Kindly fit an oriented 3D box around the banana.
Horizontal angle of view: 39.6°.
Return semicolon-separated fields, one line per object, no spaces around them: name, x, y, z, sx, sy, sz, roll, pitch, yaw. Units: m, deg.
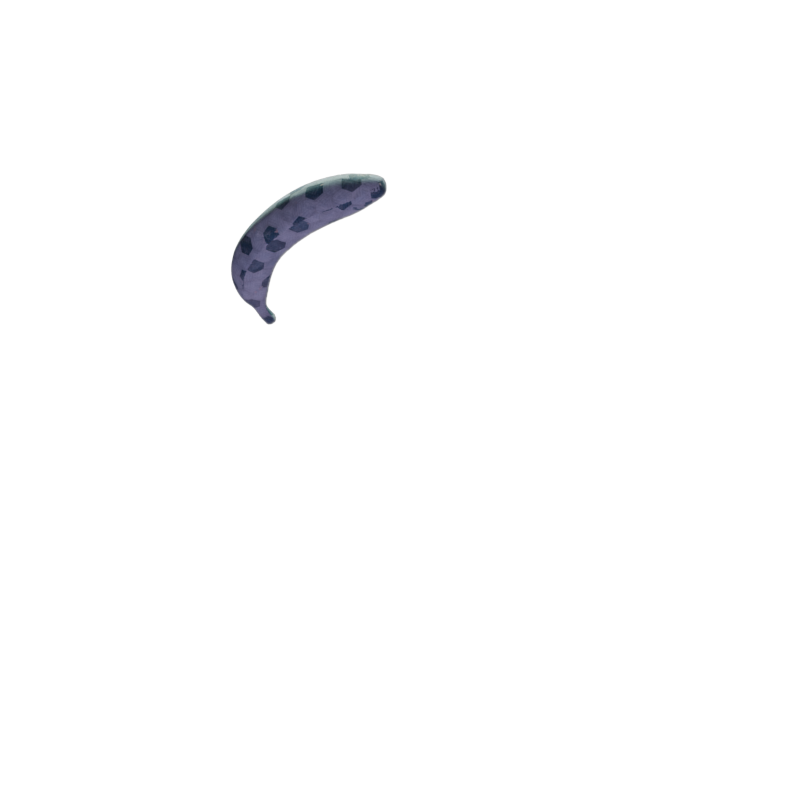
banana;-0.090;-0.135;0.917;0.066;0.039;0.193;21;-40;-27
